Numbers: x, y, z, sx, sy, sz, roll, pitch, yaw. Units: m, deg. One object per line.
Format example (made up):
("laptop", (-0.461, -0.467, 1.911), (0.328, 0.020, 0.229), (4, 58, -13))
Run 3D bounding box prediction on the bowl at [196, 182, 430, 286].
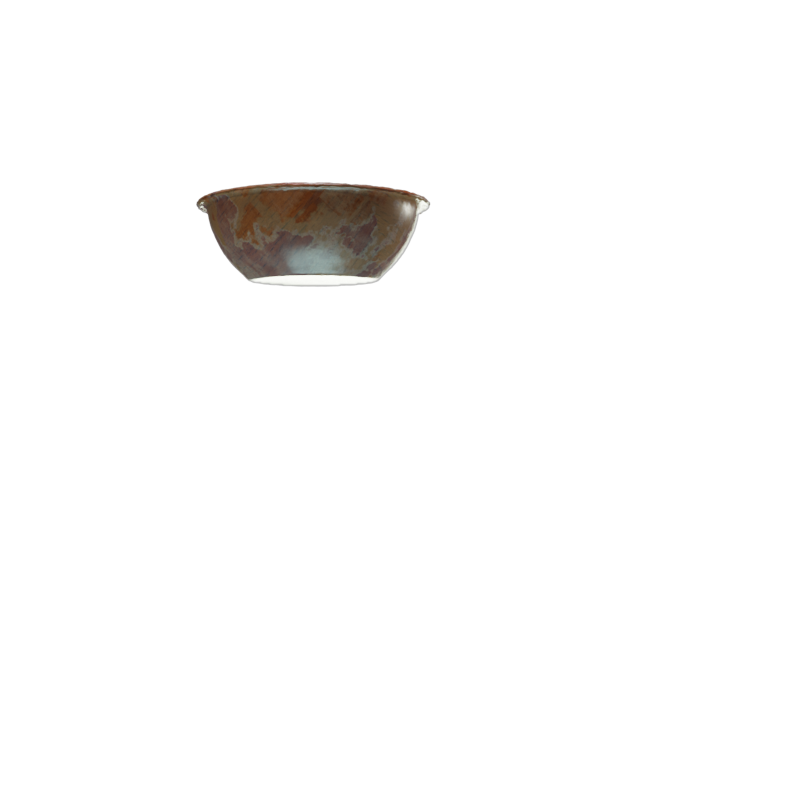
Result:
("bowl", (-0.060, -0.109, 0.767), (0.162, 0.056, 0.161), (0, 0, -2))
